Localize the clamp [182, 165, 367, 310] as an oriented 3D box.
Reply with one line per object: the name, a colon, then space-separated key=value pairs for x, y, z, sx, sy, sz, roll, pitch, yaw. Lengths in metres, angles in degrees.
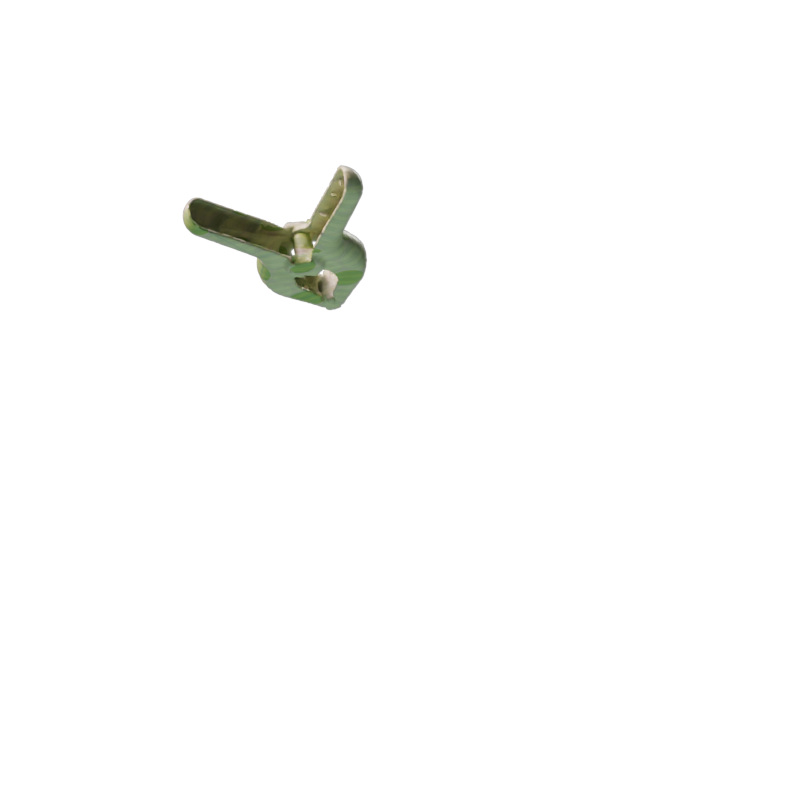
clamp: x=-0.061 y=-0.110 z=0.773 sx=0.122 sy=0.041 sz=0.160 roll=-7 pitch=-18 yaw=21
